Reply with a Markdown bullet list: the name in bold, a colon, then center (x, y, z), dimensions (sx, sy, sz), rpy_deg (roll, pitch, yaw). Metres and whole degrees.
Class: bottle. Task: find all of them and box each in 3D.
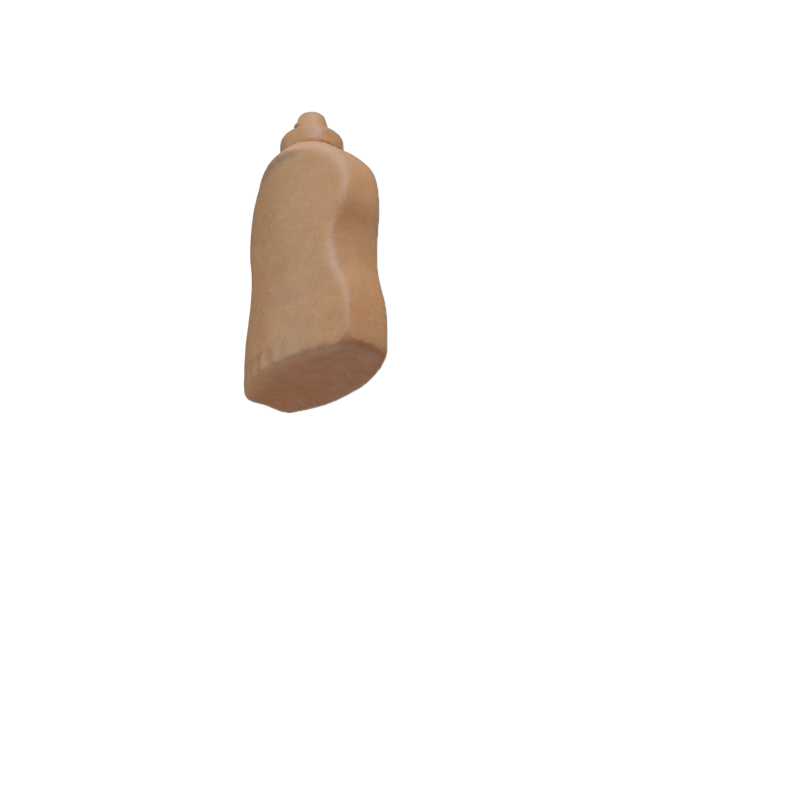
- **bottle**: center (-0.053, -0.096, 0.672), dimensions (0.055, 0.204, 0.095), rpy_deg (22, -38, -34)
